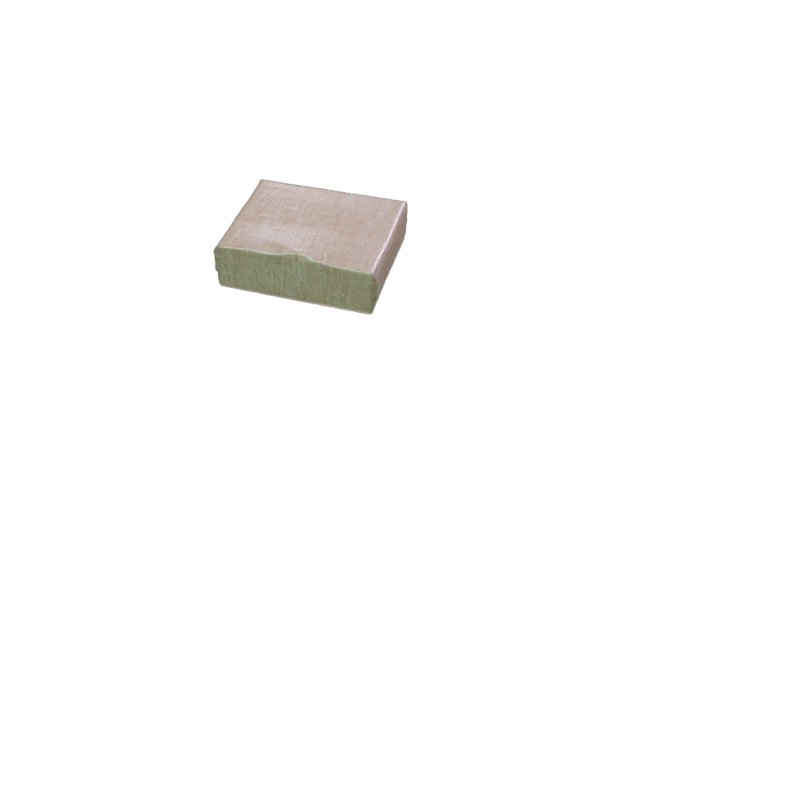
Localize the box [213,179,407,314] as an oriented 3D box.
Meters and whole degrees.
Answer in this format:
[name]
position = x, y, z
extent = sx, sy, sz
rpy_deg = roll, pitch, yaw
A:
[box]
position = -0.048, -0.087, 0.606
extent = 0.091, 0.028, 0.076
rpy_deg = 11, 41, 12
